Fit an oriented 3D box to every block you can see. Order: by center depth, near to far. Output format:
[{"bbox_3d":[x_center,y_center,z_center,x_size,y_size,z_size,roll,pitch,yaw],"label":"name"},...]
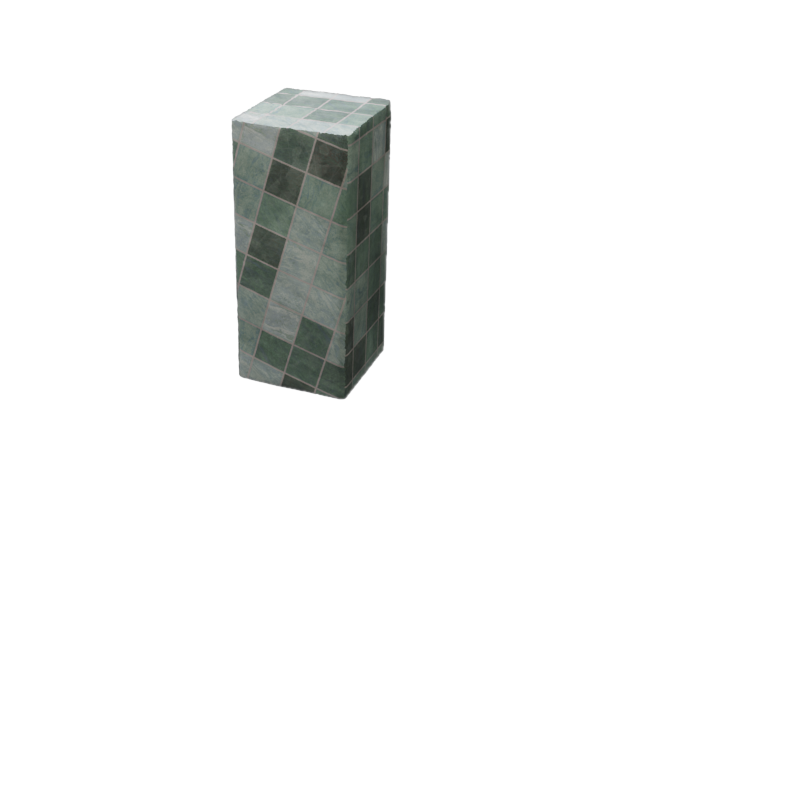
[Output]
[{"bbox_3d":[-0.064,-0.118,0.827,0.093,0.195,0.093,11,27,19],"label":"block"}]
